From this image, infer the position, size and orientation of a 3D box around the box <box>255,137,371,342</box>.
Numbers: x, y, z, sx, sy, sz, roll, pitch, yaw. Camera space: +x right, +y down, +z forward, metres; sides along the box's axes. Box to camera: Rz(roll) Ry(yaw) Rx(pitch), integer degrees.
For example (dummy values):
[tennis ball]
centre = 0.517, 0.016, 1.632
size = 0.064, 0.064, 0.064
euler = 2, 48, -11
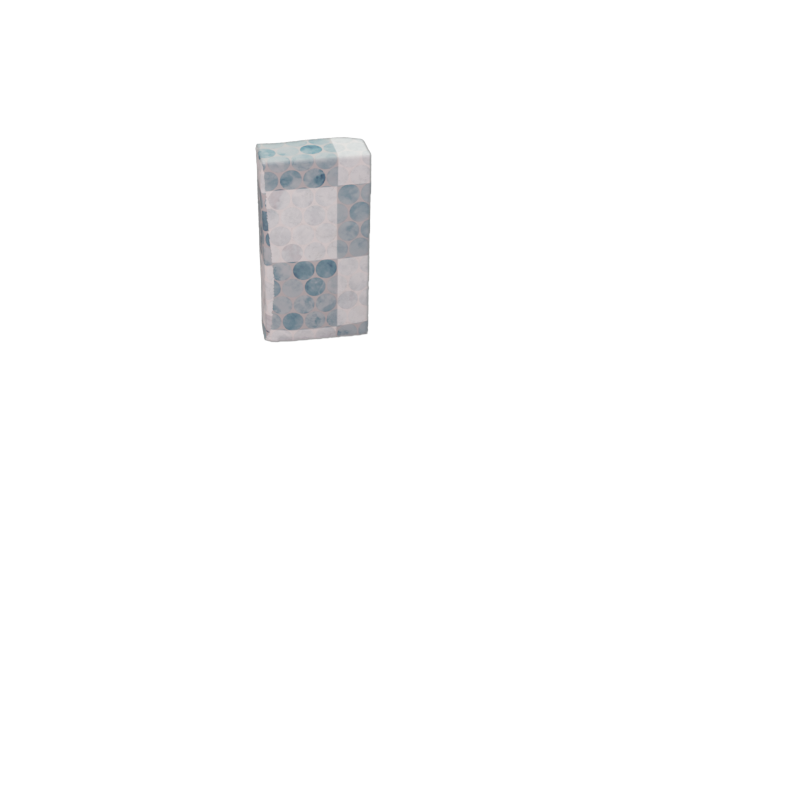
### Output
[box]
centre = -0.074, -0.135, 0.945
size = 0.092, 0.166, 0.051
euler = -4, 29, -10
